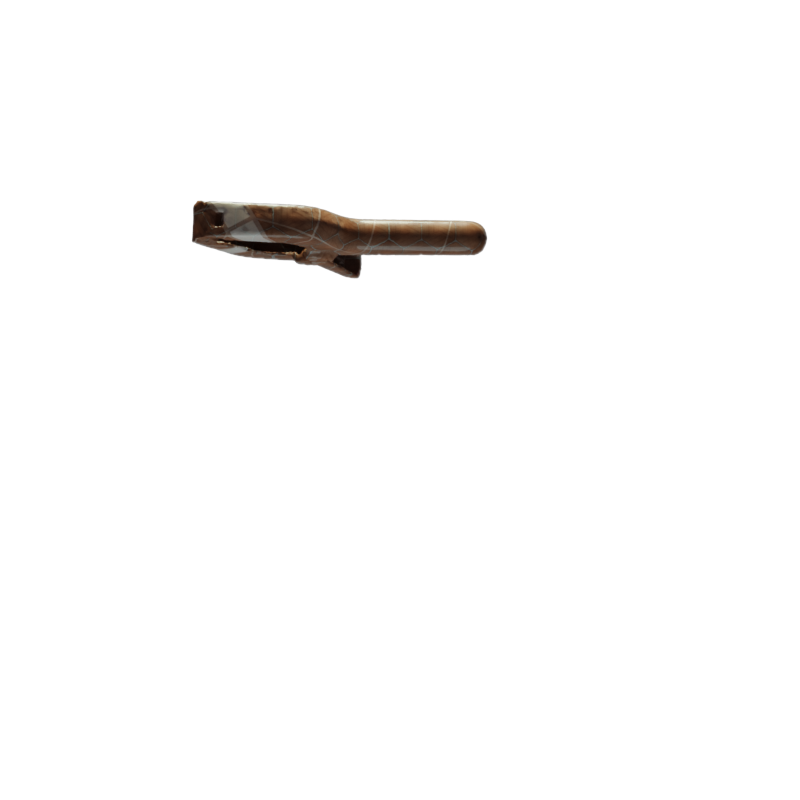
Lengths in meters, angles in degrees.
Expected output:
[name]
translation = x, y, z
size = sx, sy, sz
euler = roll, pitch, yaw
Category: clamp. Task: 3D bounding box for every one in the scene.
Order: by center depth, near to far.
[clamp]
translation = -0.065, -0.119, 0.833
size = 0.202, 0.037, 0.167
euler = 2, -4, -30
